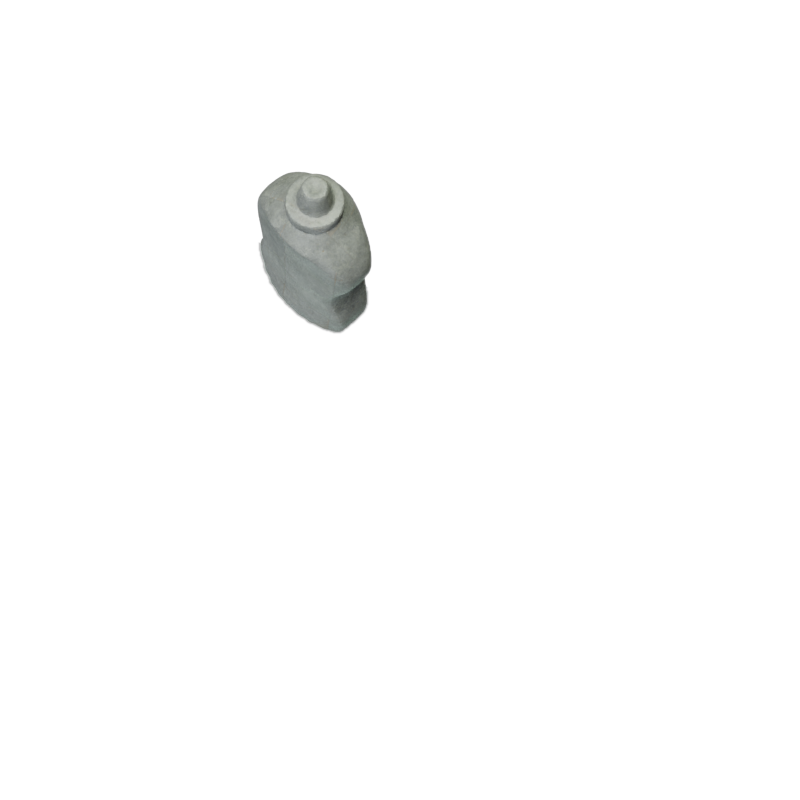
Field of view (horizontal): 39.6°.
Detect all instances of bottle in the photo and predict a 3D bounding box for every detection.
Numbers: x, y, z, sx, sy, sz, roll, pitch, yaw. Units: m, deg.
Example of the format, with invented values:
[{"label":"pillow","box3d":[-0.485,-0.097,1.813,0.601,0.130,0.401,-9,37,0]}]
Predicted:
[{"label":"bottle","box3d":[-0.063,-0.117,0.815,0.059,0.099,0.184,-40,-9,-12]}]
